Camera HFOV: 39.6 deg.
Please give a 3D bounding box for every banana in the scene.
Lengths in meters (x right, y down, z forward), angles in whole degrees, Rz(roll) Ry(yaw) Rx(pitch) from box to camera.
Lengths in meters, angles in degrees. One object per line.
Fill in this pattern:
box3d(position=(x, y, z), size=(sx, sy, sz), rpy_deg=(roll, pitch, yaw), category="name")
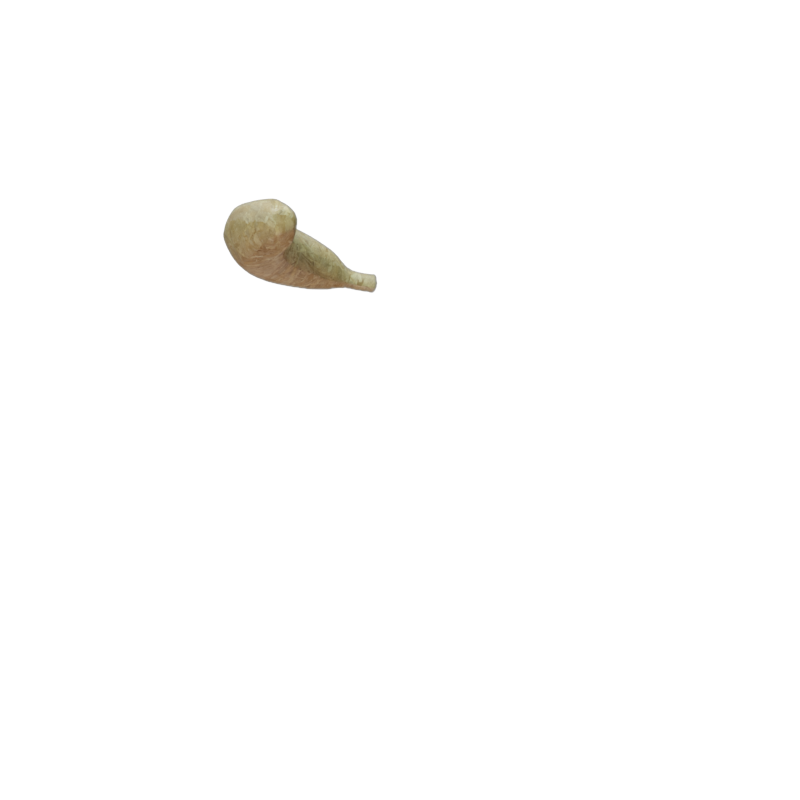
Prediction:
box3d(position=(-0.069, -0.094, 0.666), size=(0.071, 0.037, 0.191), rpy_deg=(-1, -3, 13), category="banana")
